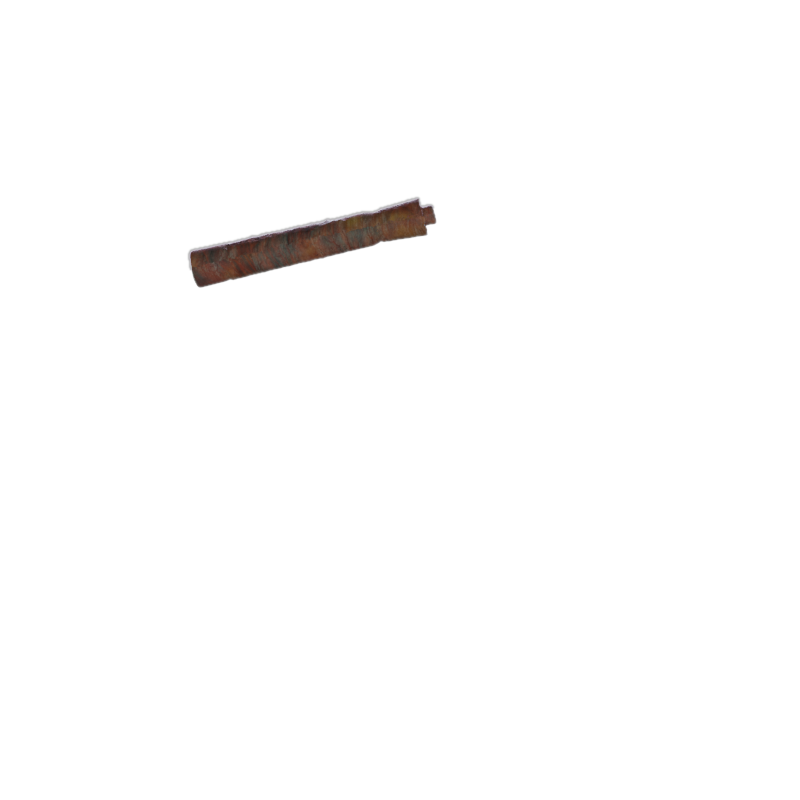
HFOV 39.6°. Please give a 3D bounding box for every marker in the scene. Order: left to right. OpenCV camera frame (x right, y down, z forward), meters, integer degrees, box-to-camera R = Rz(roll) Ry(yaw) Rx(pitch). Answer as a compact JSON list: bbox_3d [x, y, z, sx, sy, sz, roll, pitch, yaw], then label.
[{"bbox_3d":[-0.042,-0.077,0.542,0.121,0.020,0.020,-13,4,4],"label":"marker"}]
